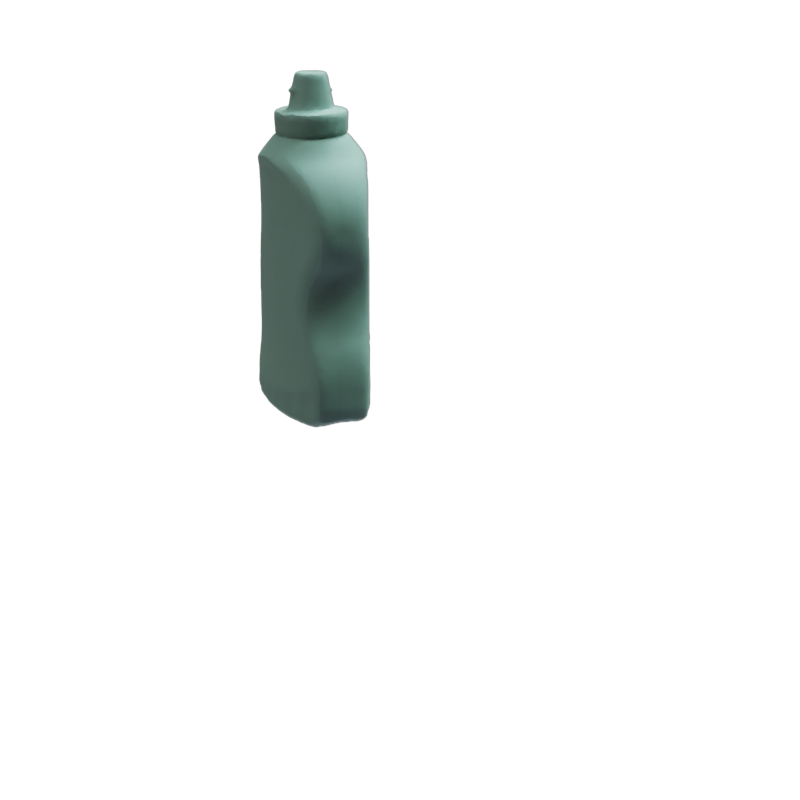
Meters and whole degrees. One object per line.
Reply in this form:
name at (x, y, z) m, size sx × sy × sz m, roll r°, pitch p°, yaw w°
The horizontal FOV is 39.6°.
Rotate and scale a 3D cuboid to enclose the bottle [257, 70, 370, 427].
bottle at (-0.050, -0.089, 0.627) m, size 0.057 × 0.185 × 0.102 m, roll -5°, pitch 18°, yaw -20°
